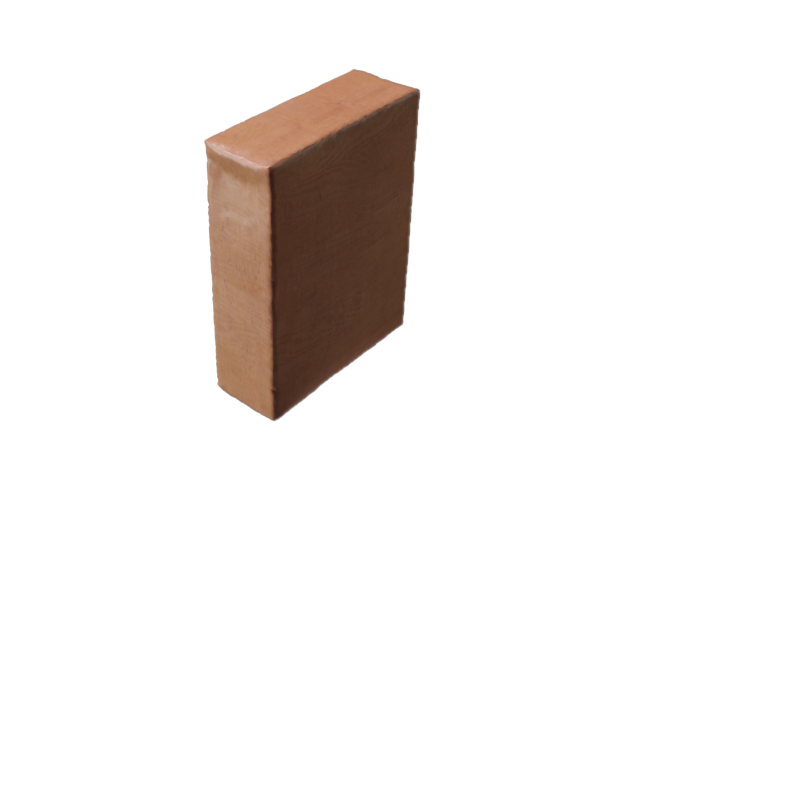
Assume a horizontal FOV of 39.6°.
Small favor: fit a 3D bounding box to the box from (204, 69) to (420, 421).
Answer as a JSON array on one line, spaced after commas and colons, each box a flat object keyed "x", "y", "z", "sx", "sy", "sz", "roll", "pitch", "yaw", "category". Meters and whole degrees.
[{"x": -0.064, "y": -0.118, "z": 0.823, "sx": 0.076, "sy": 0.200, "sz": 0.165, "roll": 25, "pitch": 41, "yaw": 29, "category": "box"}]
